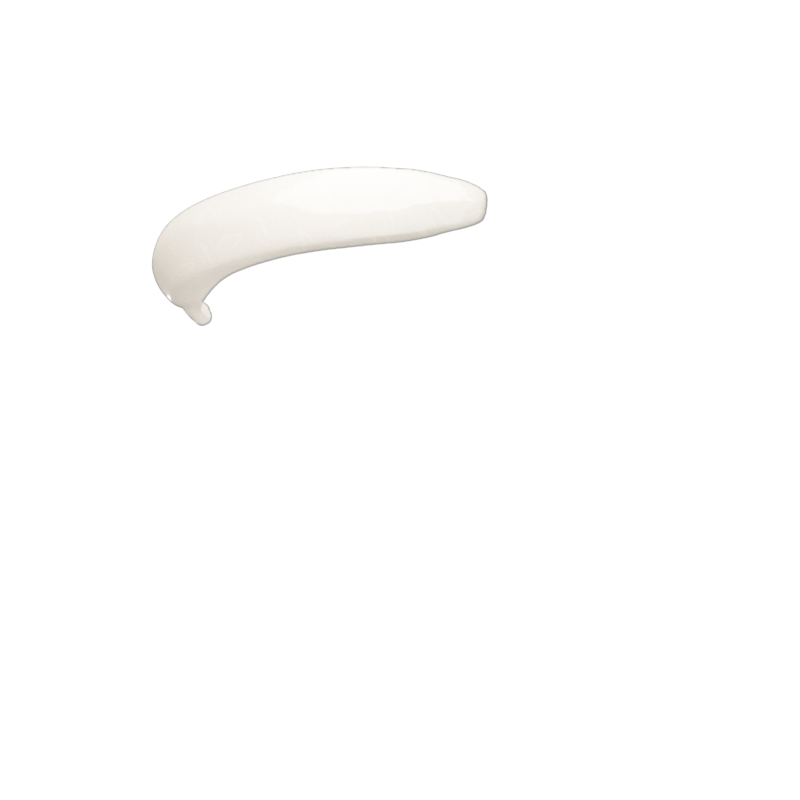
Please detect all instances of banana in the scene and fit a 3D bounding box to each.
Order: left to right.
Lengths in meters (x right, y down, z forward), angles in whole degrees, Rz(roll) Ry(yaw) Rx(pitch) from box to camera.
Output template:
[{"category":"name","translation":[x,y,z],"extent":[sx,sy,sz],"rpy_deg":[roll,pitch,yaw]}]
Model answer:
[{"category":"banana","translation":[-0.056,-0.076,0.508],"extent":[0.201,0.038,0.066],"rpy_deg":[-12,-18,42]}]
